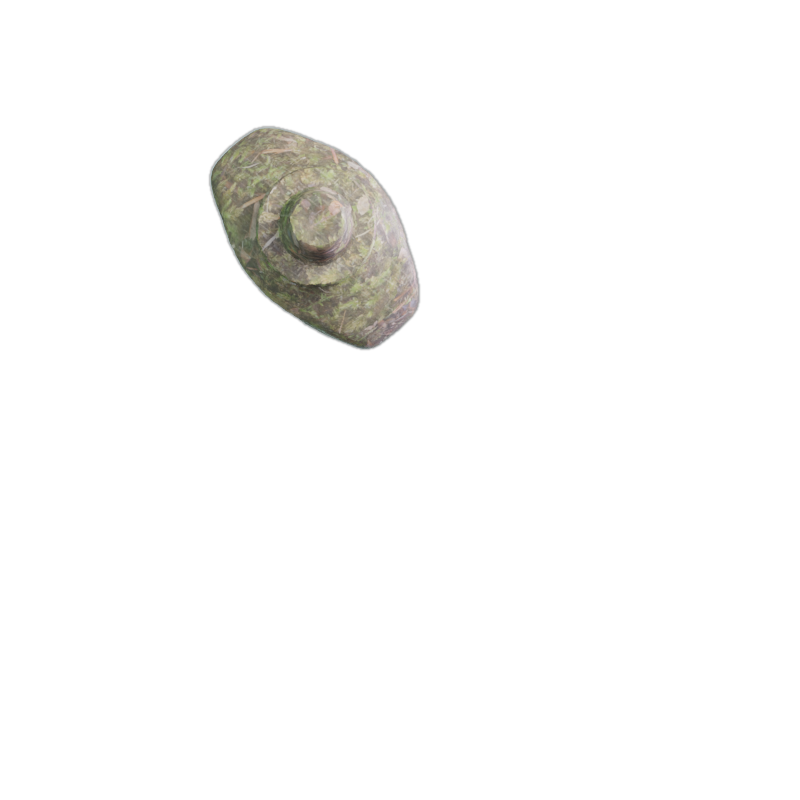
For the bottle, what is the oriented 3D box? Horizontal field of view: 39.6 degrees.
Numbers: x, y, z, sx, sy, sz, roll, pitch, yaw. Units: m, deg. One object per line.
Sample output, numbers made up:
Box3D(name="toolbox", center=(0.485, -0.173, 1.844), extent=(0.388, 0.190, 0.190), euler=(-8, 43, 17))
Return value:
Box3D(name="bottle", center=(-0.035, -0.064, 0.447), extent=(0.058, 0.096, 0.192), euler=(-40, 5, -1))
